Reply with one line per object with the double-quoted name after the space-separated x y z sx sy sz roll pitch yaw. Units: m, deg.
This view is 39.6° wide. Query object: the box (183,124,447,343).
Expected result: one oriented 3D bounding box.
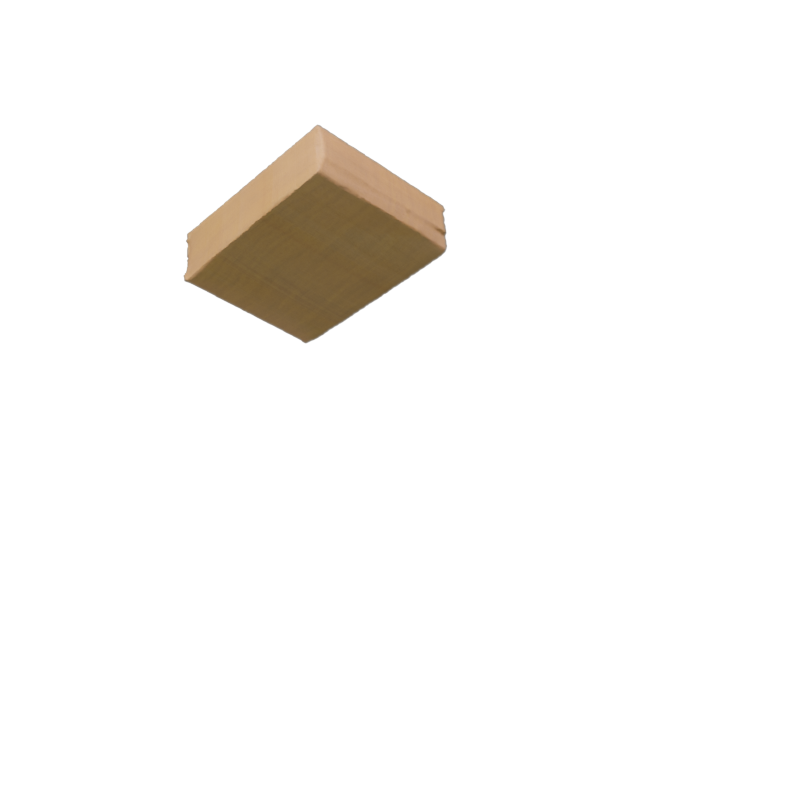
-0.046 -0.083 0.584 0.084 0.042 0.112 30 -48 -33 "box"
